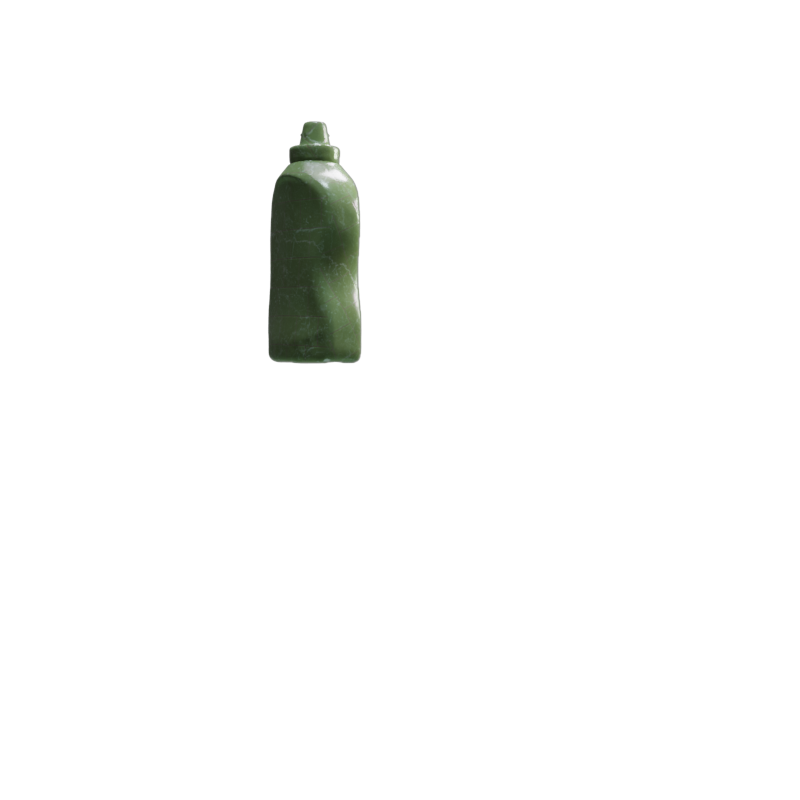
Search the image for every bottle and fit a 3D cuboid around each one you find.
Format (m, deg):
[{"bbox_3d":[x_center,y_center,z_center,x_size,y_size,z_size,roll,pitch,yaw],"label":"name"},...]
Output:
[{"bbox_3d":[-0.069,-0.126,0.883,0.056,0.194,0.099,2,-4,-32],"label":"bottle"}]
